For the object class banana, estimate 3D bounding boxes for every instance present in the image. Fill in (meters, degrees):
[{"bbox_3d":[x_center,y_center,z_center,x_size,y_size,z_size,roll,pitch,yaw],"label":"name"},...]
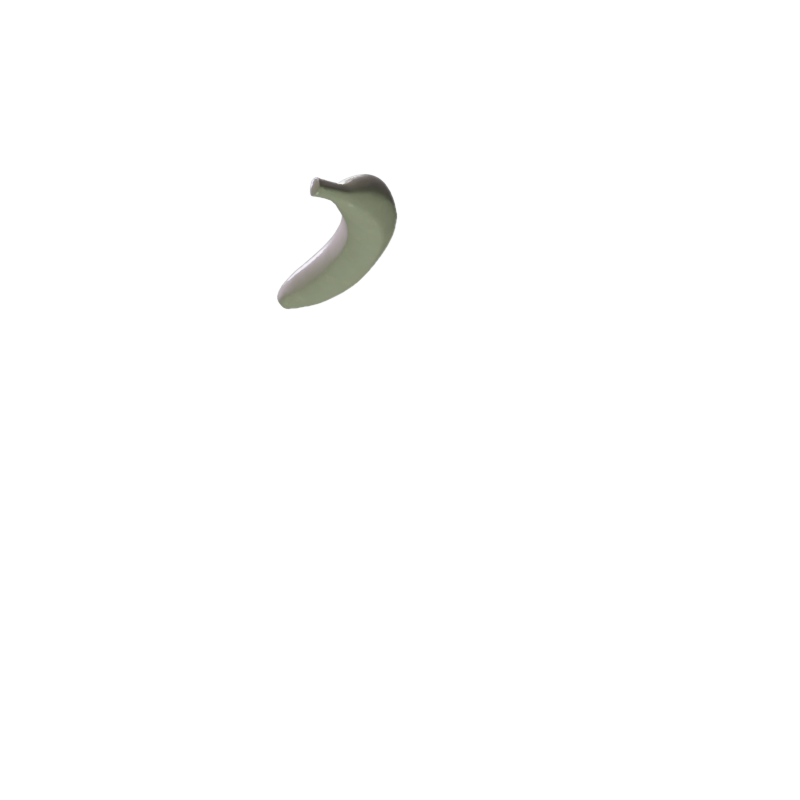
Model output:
[{"bbox_3d":[-0.042,-0.112,0.783,0.069,0.039,0.190,4,-21,-11],"label":"banana"}]
